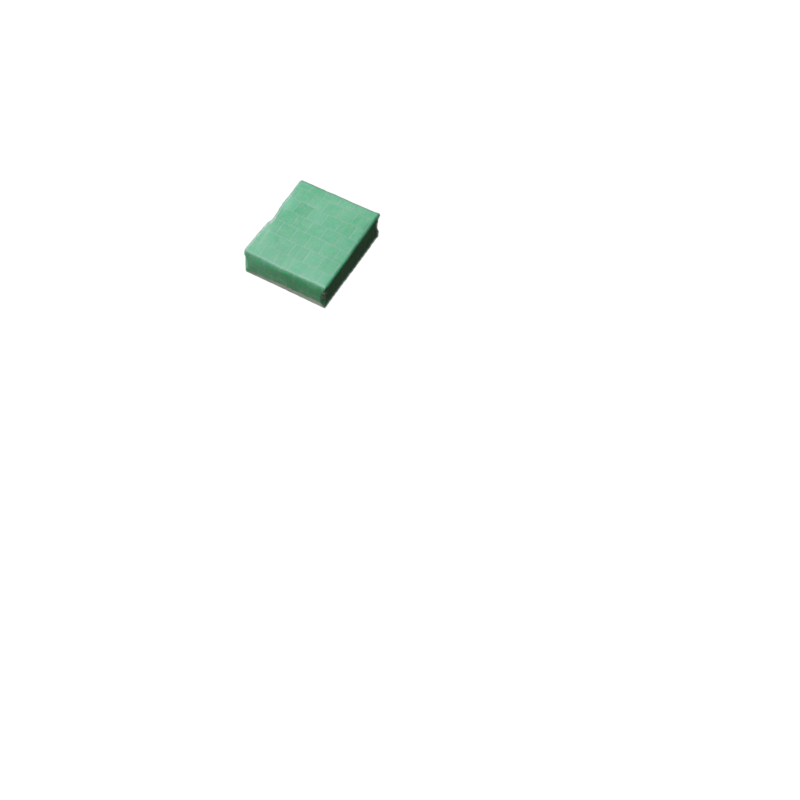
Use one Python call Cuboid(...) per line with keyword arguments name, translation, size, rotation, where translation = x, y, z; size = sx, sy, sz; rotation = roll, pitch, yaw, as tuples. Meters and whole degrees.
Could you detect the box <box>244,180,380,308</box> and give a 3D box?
Cuboid(name="box", translation=(-0.068, -0.124, 0.865), size=(0.076, 0.092, 0.028), rotation=(24, -33, 16))
